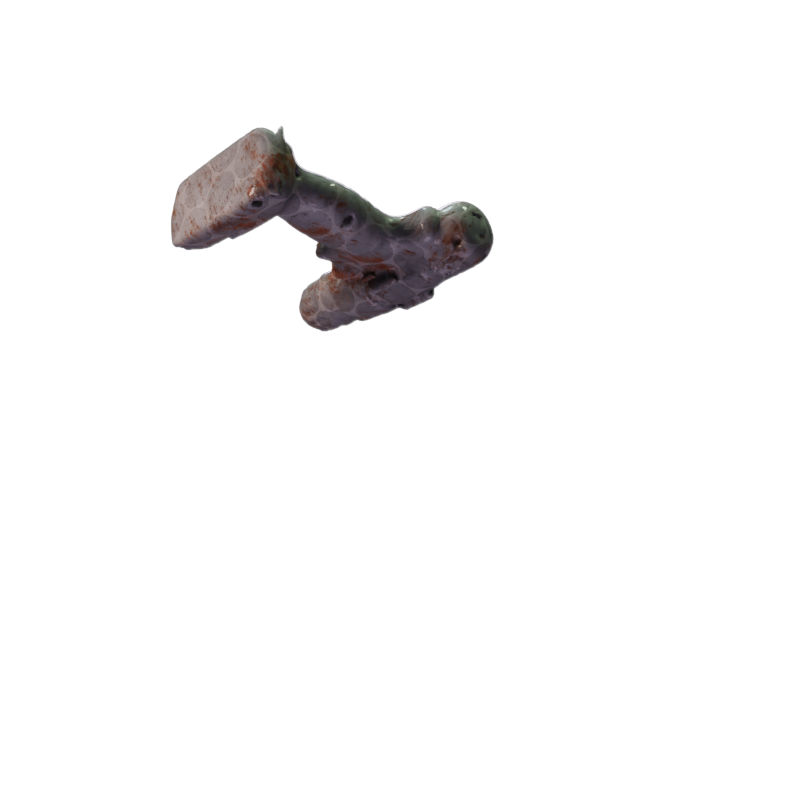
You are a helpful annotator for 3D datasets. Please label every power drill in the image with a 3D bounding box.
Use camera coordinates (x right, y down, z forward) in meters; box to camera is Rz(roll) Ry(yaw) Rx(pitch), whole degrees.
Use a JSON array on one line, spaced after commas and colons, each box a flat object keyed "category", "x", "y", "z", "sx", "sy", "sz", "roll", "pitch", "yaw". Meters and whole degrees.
[{"category": "power drill", "x": -0.060, "y": -0.109, "z": 0.761, "sx": 0.177, "sy": 0.061, "sz": 0.184, "roll": 18, "pitch": -29, "yaw": -37}]
